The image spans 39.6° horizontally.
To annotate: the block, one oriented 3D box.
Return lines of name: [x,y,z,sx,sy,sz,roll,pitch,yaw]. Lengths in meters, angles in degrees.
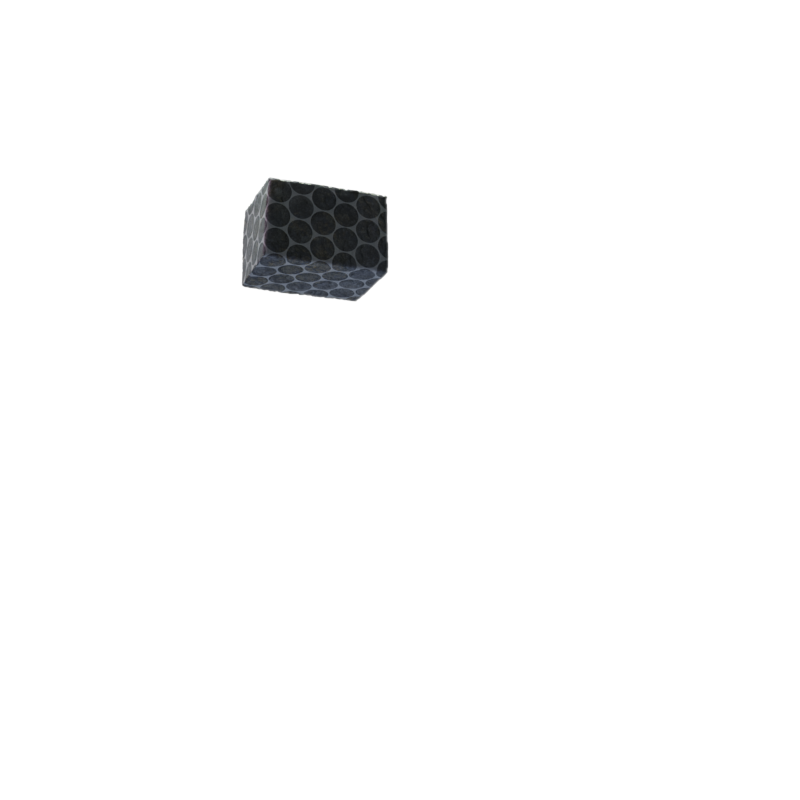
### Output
block: [-0.052,-0.096,0.670,0.076,0.054,0.052,7,-21,-20]
